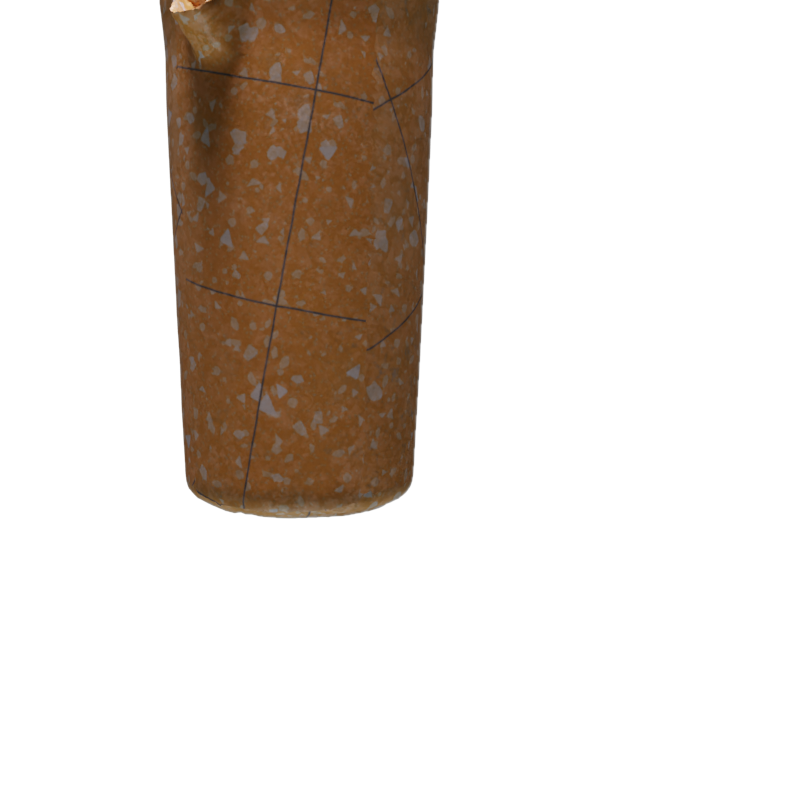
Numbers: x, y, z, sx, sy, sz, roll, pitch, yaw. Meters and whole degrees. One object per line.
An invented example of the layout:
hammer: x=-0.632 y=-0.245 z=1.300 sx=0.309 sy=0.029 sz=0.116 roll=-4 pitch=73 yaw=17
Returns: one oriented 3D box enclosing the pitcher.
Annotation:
pitcher: x=-0.042 y=-0.077 z=0.537 sx=0.147 sy=0.243 sz=0.148 roll=0 pitch=1 yaw=-14
